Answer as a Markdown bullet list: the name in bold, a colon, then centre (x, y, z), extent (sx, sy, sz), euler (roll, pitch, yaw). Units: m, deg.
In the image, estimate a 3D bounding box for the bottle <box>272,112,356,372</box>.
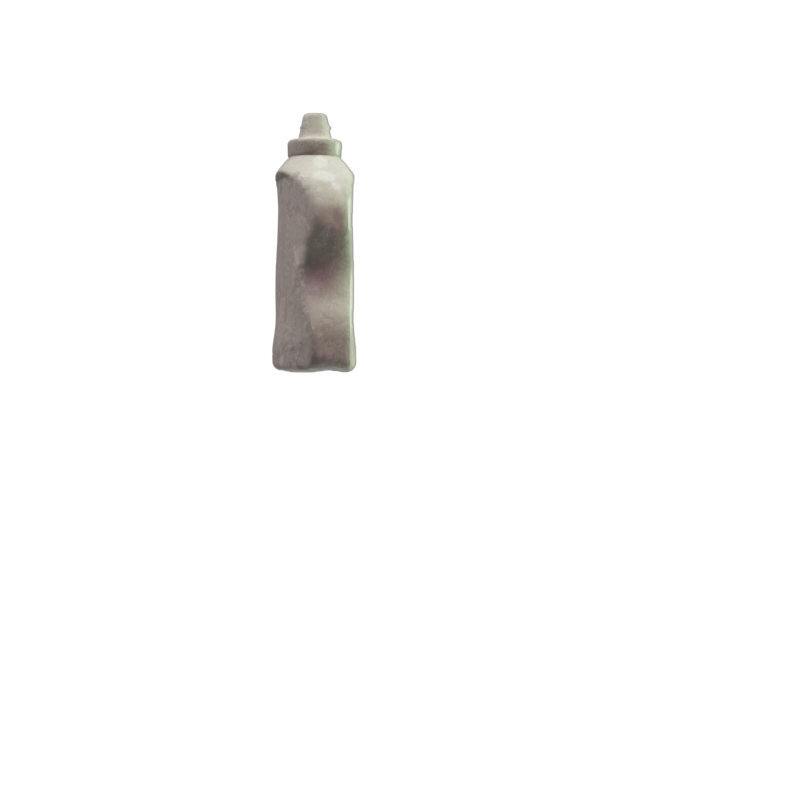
- **bottle**: centre (-0.064, -0.118, 0.826), extent (0.057, 0.193, 0.097), euler (1, -3, -17)
